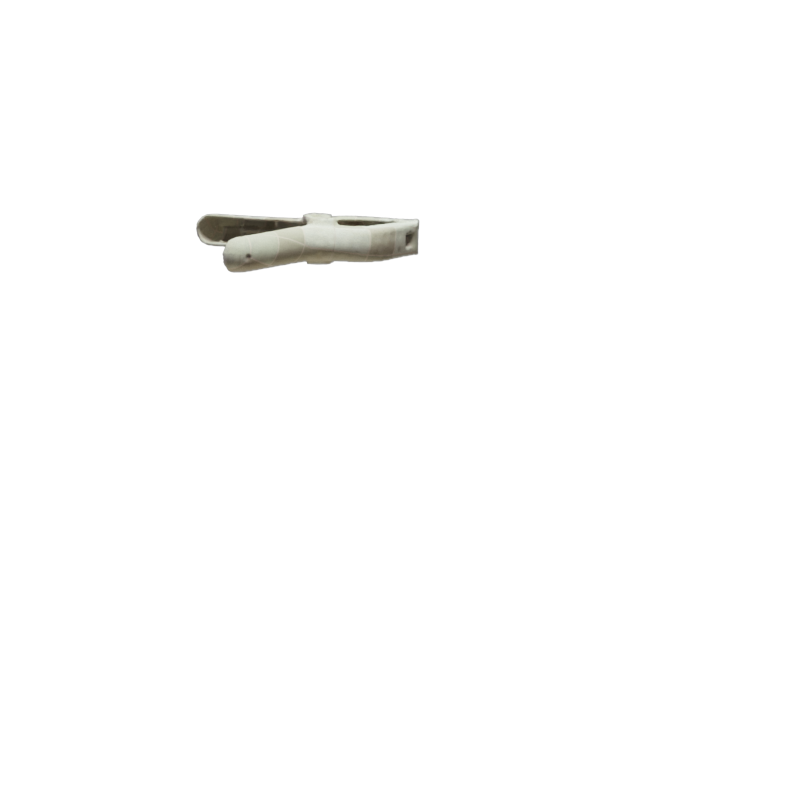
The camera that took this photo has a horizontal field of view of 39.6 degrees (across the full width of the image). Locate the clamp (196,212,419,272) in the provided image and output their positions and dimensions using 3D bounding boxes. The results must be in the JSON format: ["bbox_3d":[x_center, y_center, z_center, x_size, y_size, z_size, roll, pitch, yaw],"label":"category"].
[{"bbox_3d":[-0.065,-0.118,0.826,0.170,0.037,0.127,-3,24,-8],"label":"clamp"}]
